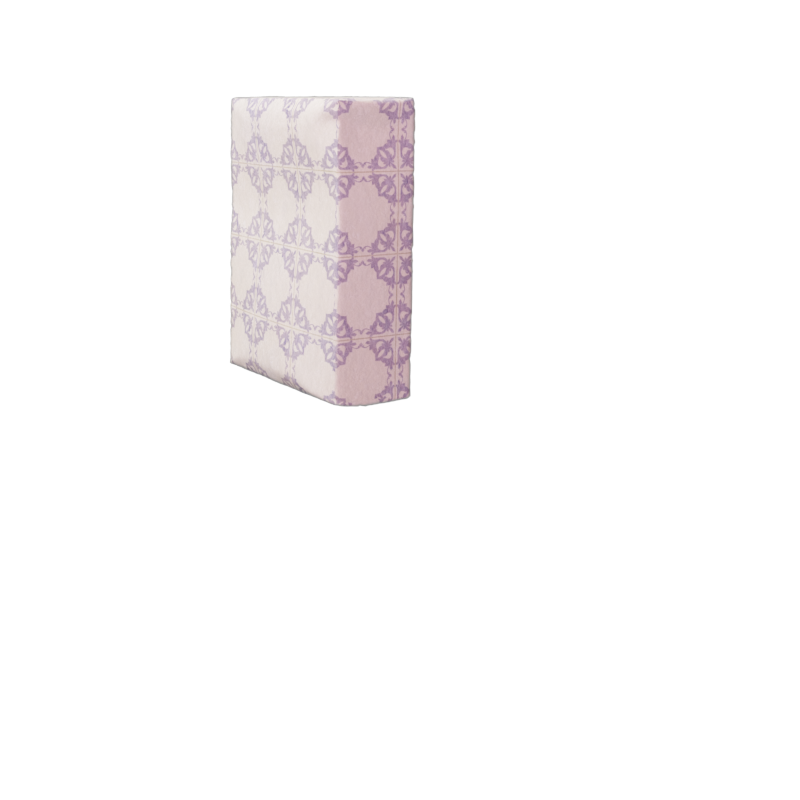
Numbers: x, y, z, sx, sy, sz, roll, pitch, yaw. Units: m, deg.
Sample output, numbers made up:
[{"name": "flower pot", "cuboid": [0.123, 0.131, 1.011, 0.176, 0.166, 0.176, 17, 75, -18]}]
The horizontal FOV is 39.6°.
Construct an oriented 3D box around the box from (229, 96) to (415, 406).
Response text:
[{"name": "box", "cuboid": [-0.064, -0.117, 0.821, 0.070, 0.210, 0.173, -5, 12, -33]}]
